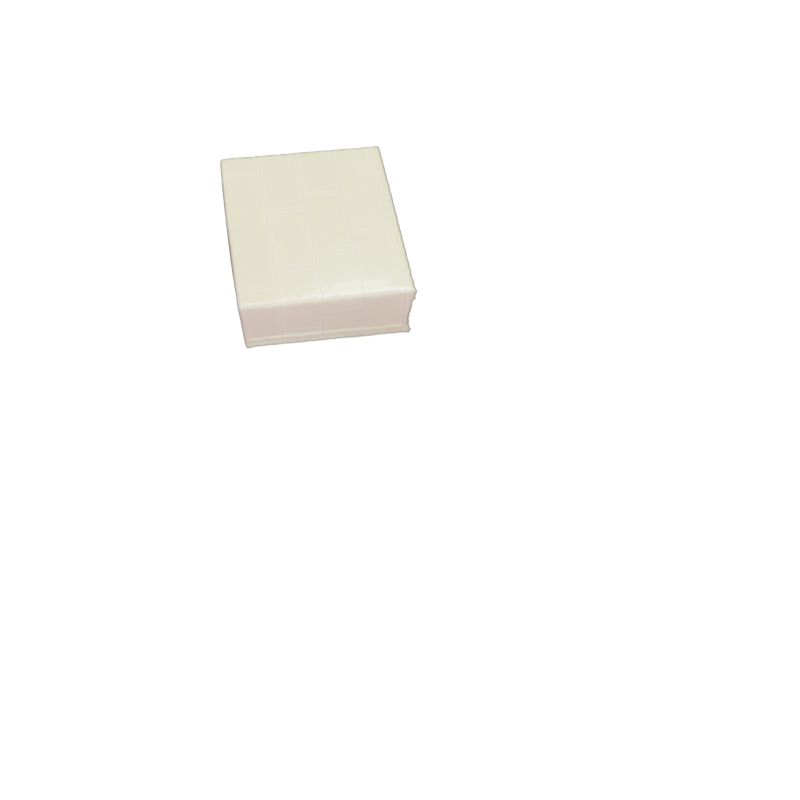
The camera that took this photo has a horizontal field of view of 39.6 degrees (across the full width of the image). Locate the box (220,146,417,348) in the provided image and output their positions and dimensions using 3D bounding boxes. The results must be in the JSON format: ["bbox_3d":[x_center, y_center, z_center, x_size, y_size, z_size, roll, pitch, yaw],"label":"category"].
[{"bbox_3d":[-0.046,-0.084,0.591,0.089,0.122,0.036,-7,-38,-6],"label":"box"}]
